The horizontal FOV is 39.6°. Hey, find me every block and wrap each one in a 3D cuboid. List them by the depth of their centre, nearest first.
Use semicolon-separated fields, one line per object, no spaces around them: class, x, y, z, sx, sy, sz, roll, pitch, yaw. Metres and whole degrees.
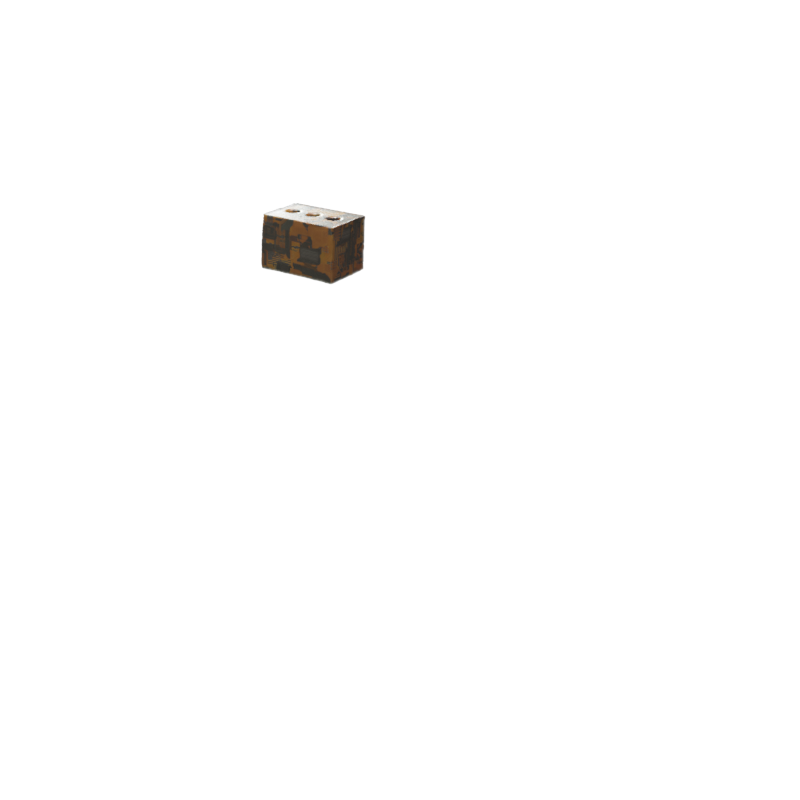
block;-0.077;-0.140;0.980;0.082;0.049;0.052;14;25;31
